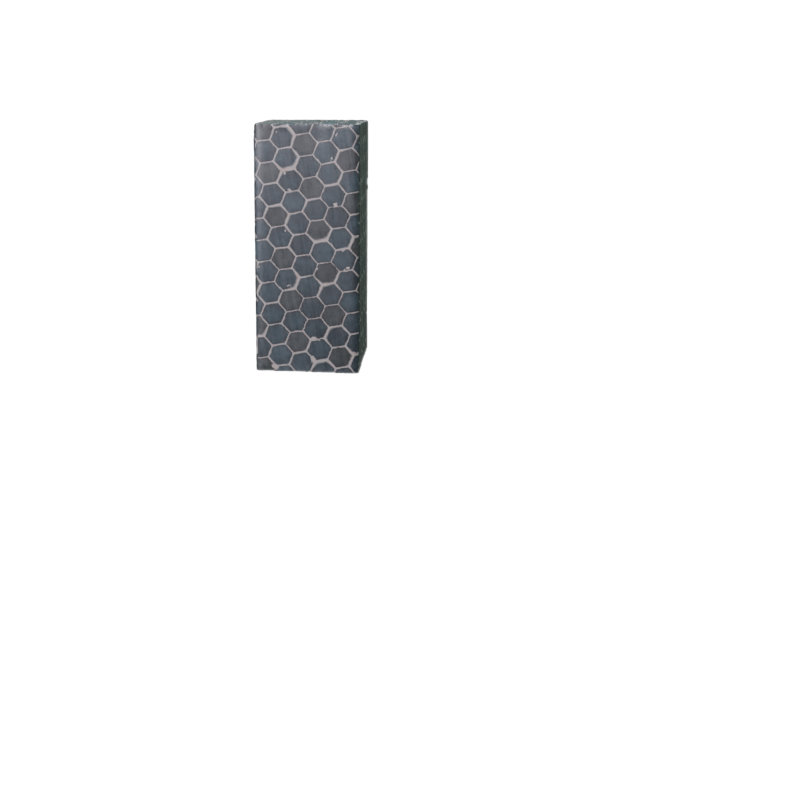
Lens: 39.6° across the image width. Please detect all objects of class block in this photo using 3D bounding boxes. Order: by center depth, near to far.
[{"bbox_3d":[-0.075,-0.136,0.952,0.091,0.201,0.092,1,10,4],"label":"block"}]
